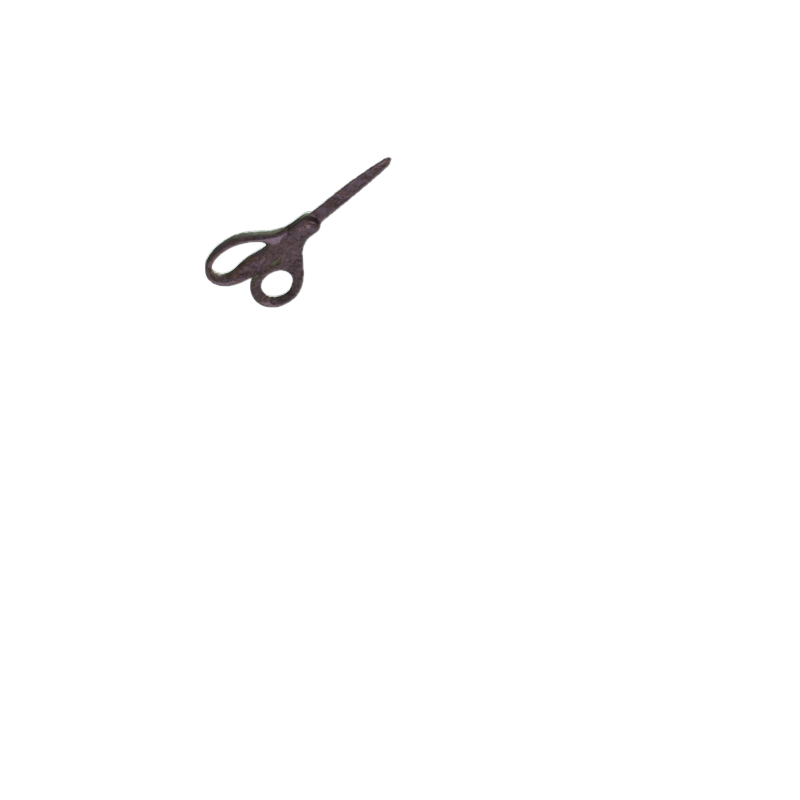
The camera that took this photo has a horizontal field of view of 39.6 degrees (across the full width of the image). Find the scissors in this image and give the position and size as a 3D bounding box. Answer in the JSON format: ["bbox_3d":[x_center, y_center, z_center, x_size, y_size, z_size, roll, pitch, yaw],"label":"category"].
[{"bbox_3d":[-0.075,-0.137,0.958,0.203,0.017,0.089,-21,-48,20],"label":"scissors"}]
